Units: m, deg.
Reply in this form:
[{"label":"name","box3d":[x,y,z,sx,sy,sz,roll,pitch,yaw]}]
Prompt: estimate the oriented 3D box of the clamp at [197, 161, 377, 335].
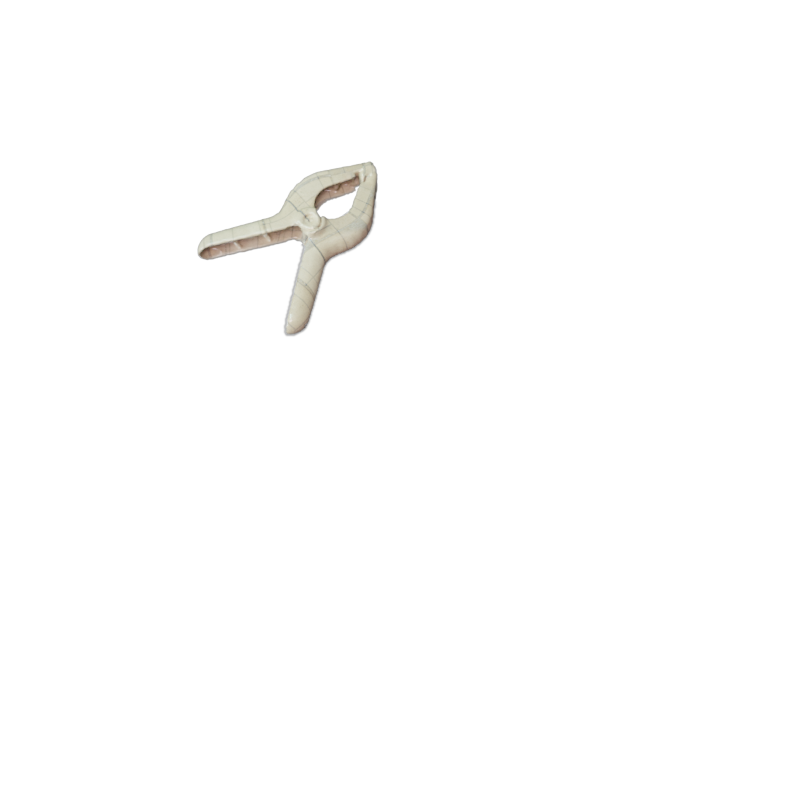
[{"label":"clamp","box3d":[-0.075,-0.136,0.954,0.172,0.125,0.037,-37,-16,-13]}]
